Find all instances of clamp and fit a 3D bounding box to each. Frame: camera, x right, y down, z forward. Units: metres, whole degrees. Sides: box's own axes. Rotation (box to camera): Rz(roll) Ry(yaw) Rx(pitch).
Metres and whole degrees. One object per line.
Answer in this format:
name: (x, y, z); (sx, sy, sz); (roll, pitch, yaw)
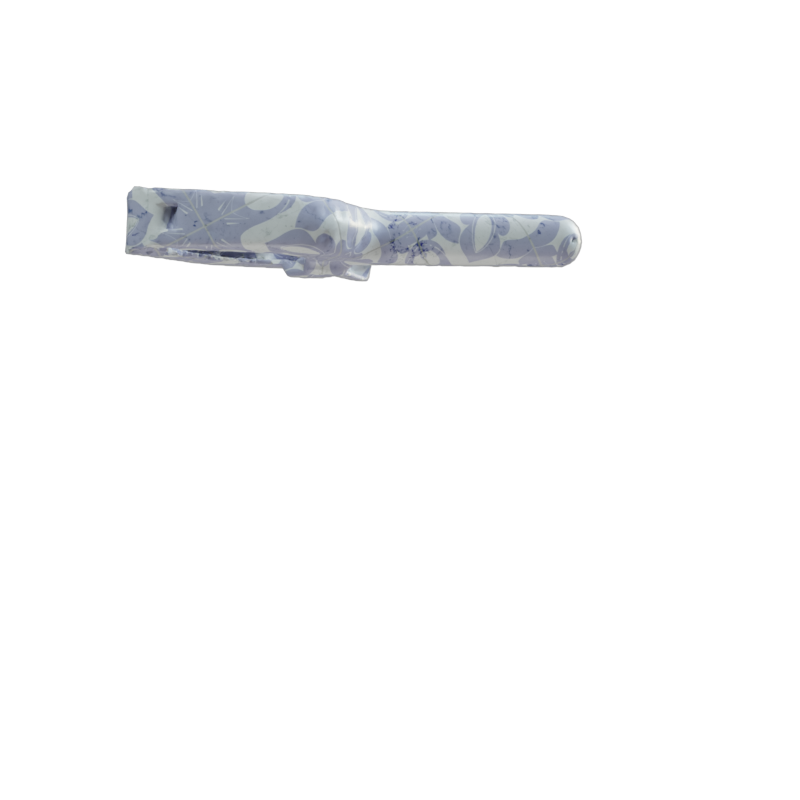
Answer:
clamp: (-0.042, -0.077, 0.541); (0.202, 0.037, 0.169); (-1, 1, -33)
